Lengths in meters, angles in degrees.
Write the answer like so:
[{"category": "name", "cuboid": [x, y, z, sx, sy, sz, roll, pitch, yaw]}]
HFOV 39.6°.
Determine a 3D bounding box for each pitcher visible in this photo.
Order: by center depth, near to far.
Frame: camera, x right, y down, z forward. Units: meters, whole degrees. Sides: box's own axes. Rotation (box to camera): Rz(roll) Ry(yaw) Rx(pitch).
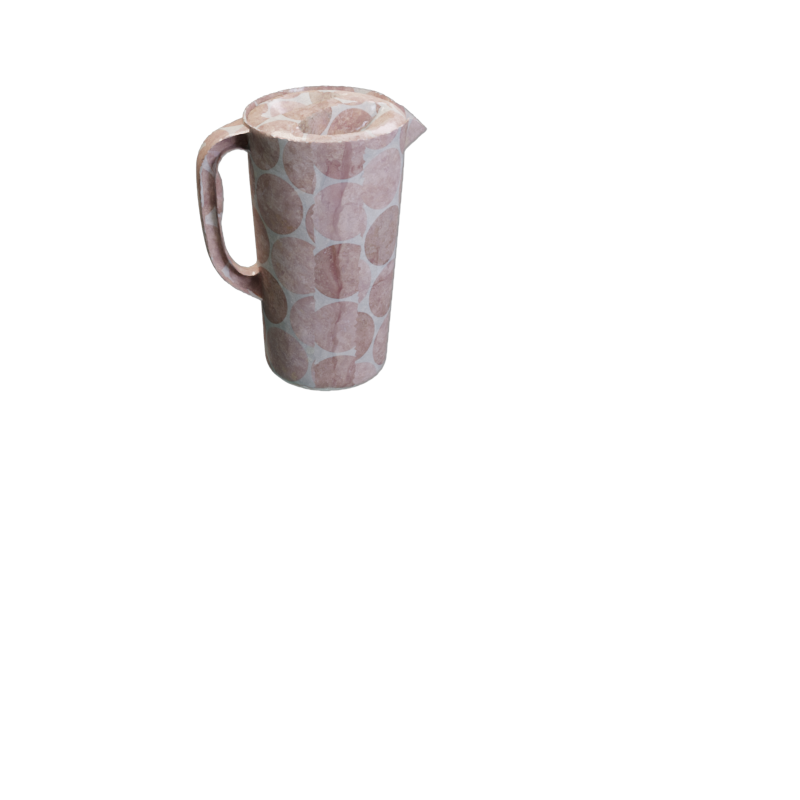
[{"category": "pitcher", "cuboid": [-0.073, -0.133, 0.930, 0.156, 0.229, 0.147, 16, 32, 24]}]
